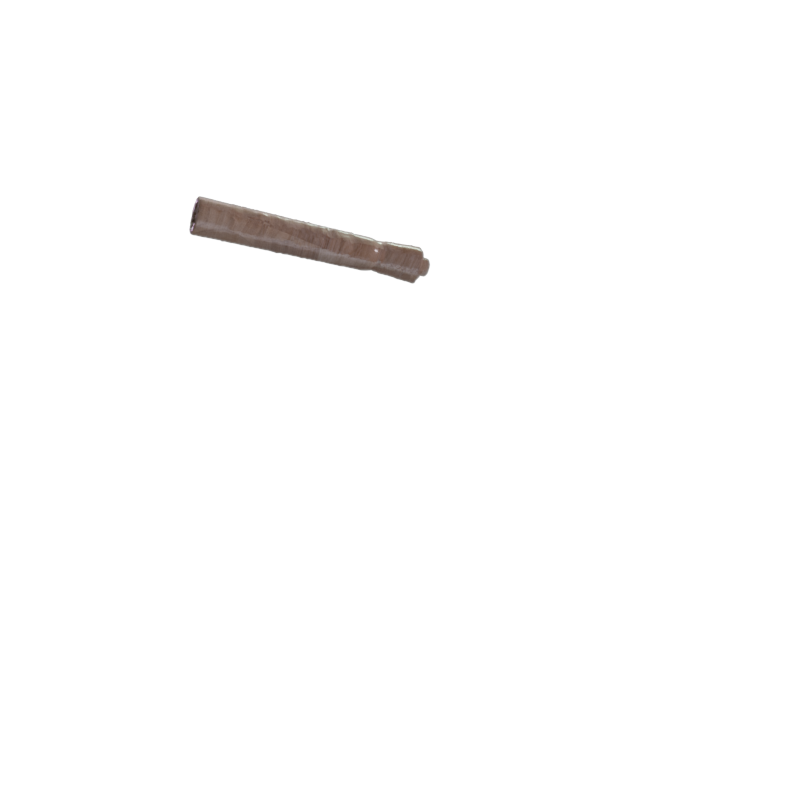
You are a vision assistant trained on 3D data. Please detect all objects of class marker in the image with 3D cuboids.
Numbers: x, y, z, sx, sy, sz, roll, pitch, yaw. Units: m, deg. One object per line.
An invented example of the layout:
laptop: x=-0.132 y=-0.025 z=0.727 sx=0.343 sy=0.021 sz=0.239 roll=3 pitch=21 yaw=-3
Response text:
marker: x=-0.043 y=-0.078 z=0.546 sx=0.118 sy=0.020 sz=0.020 roll=11 pitch=1 yaw=-14
